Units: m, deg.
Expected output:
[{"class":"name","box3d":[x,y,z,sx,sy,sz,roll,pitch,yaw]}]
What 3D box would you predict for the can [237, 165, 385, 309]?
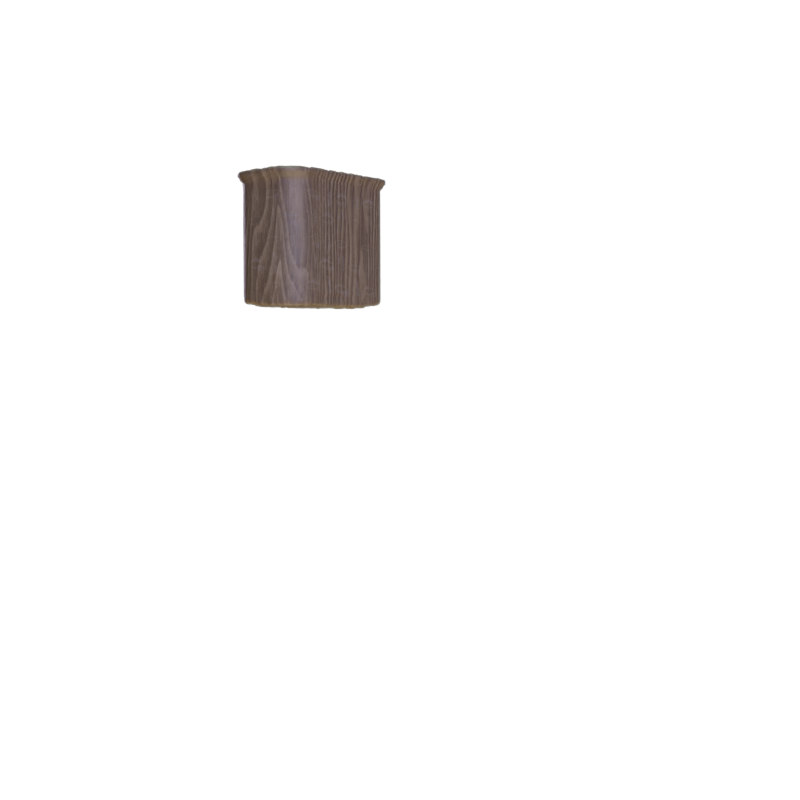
[{"class":"can","box3d":[-0.055,-0.101,0.705,0.059,0.084,0.098,-2,-1,38]}]
